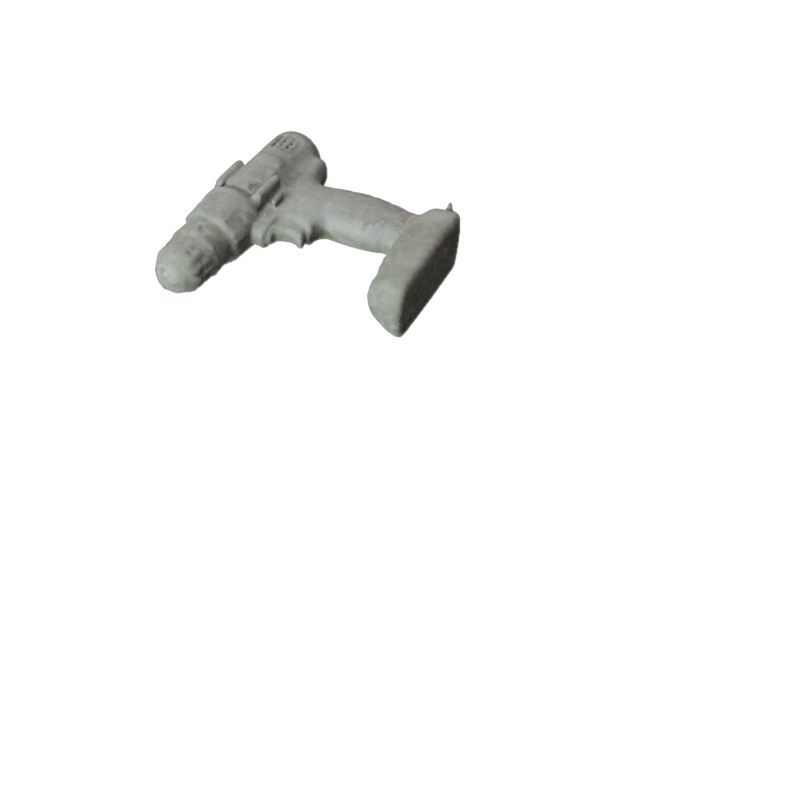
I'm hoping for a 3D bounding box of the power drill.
[{"bbox_3d":[-0.065,-0.118,0.824,0.196,0.053,0.190,24,53,19],"label":"power drill"}]
